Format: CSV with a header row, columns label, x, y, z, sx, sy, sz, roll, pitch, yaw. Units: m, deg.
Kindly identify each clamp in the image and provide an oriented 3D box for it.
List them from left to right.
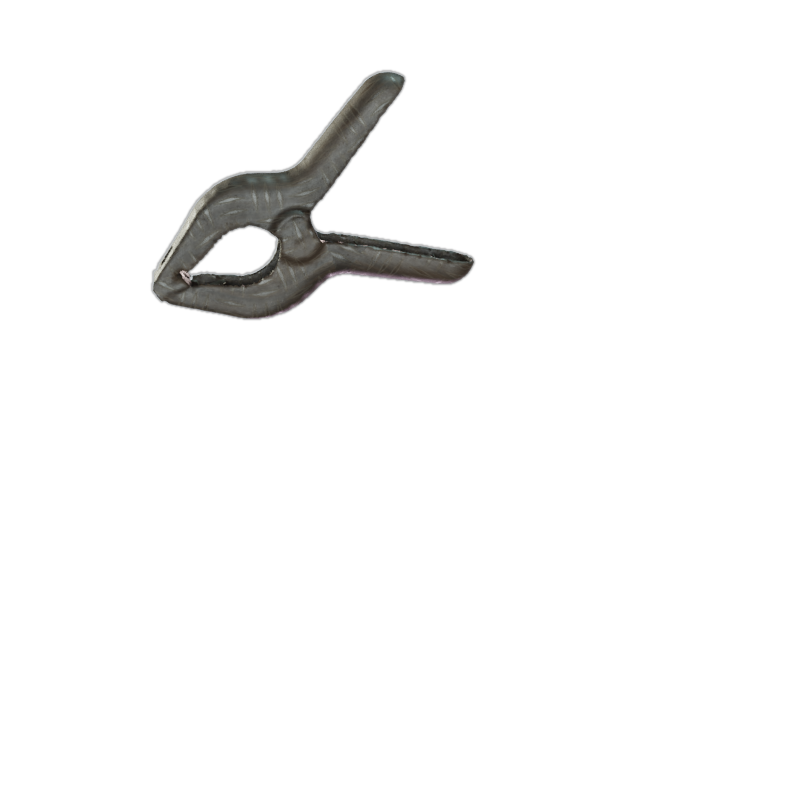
label,x,y,z,sx,sy,sz,roll,pitch,yaw
clamp,-0.047,-0.085,0.596,0.171,0.117,0.040,-30,9,4
